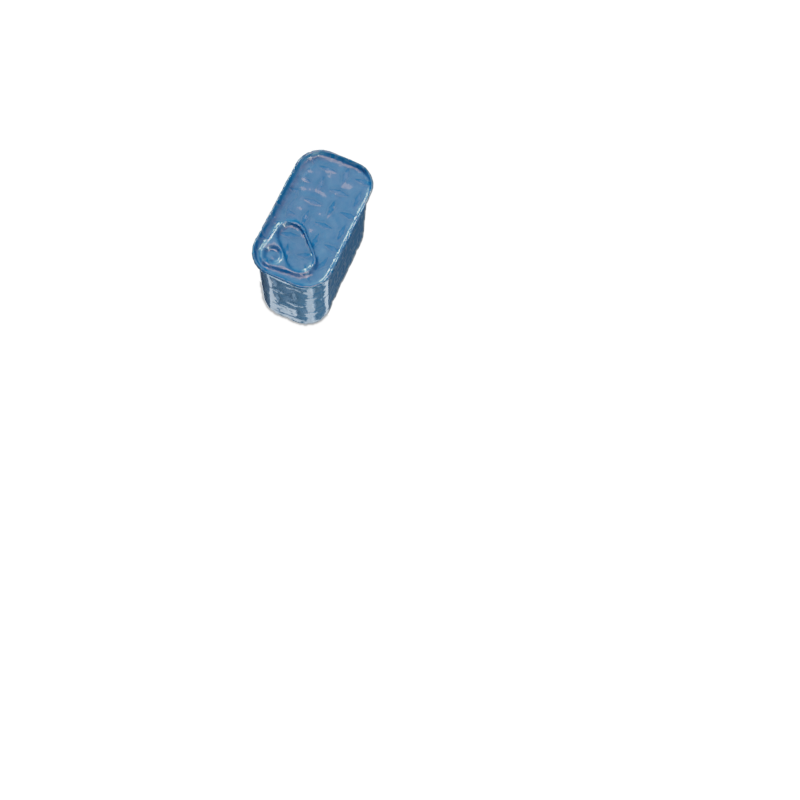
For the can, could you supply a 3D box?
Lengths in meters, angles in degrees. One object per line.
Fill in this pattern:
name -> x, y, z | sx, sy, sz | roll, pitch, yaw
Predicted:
can -> -0.062, -0.112, 0.789 | 0.058, 0.105, 0.080 | 23, -20, 5
